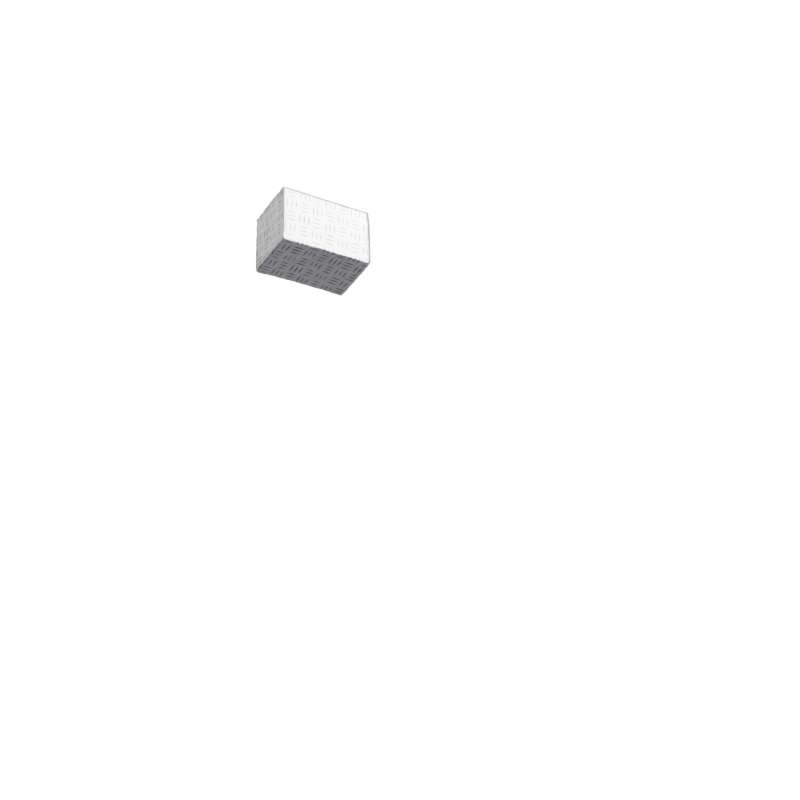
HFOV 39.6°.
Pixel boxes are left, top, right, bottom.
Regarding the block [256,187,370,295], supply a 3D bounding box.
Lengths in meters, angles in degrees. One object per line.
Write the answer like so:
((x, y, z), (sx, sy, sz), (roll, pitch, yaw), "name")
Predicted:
((-0.069, -0.125, 0.879), (0.075, 0.055, 0.051), (15, -36, -24), "block")
